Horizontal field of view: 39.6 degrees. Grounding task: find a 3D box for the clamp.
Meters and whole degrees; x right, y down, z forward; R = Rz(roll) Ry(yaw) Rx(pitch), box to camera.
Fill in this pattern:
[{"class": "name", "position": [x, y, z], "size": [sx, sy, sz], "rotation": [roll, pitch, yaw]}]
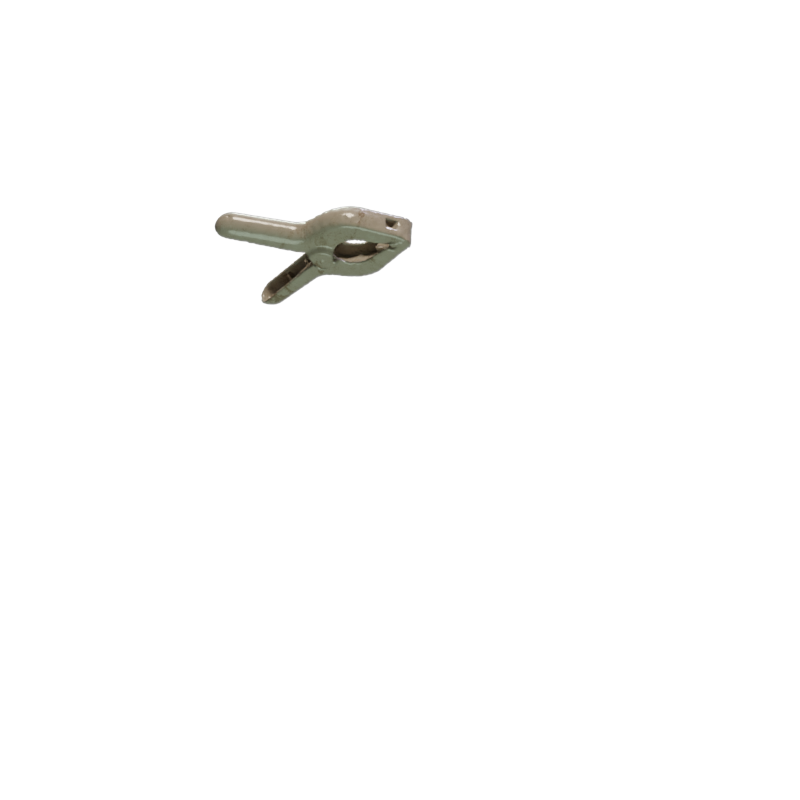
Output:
[{"class": "clamp", "position": [-0.078, -0.141, 0.991], "size": [0.173, 0.042, 0.111], "rotation": [-15, -34, 23]}]
